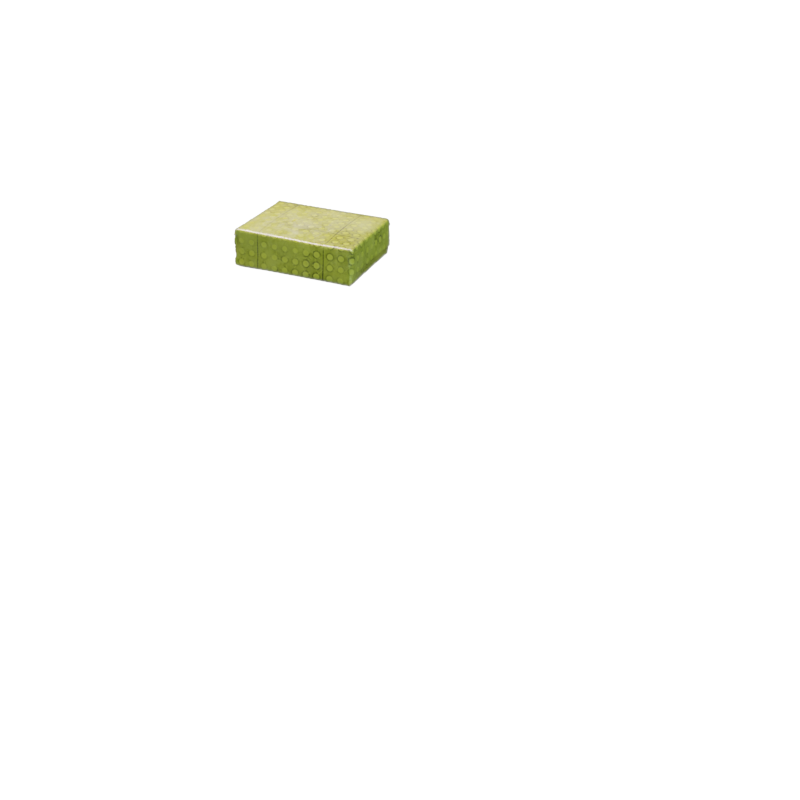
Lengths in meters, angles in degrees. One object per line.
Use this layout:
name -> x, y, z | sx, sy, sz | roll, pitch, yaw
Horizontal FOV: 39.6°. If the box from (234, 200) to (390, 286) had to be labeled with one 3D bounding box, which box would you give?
box -> -0.076, -0.139, 0.976 | 0.117, 0.037, 0.091 | 10, 27, 20
